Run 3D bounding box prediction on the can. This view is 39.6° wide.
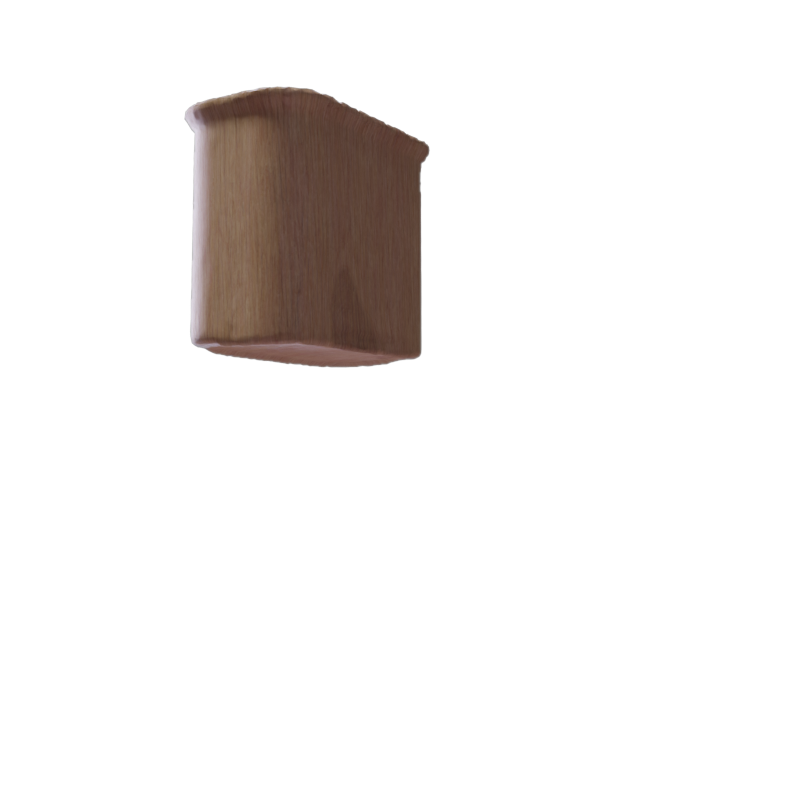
[{"bbox_3d":[-0.031,-0.057,0.402,0.059,0.086,0.097,-6,-8,31],"label":"can"}]
